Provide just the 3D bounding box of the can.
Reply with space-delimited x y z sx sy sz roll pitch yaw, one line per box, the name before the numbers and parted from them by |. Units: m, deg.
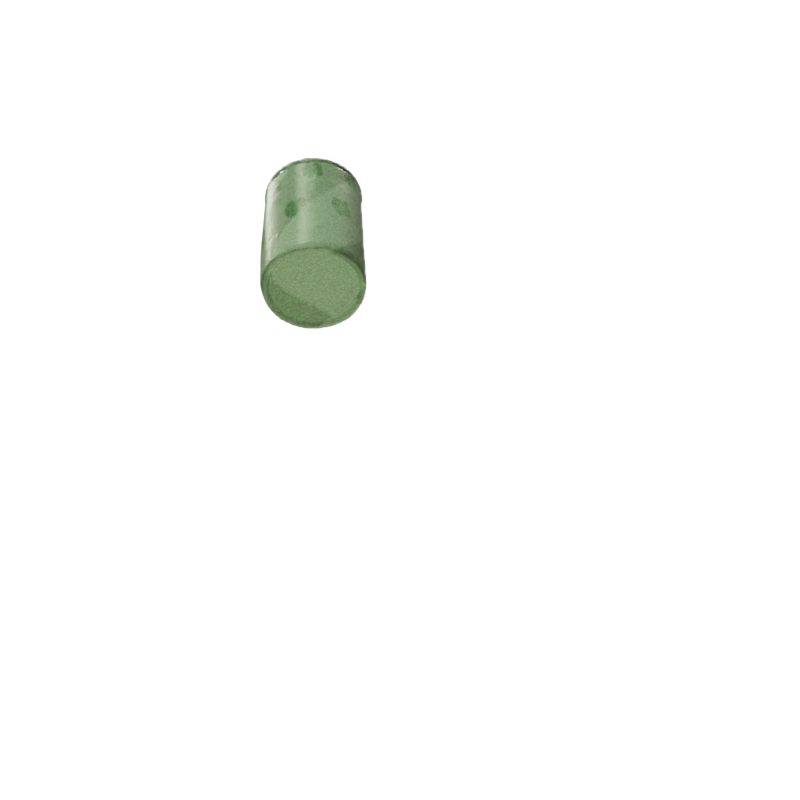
can | -0.057 -0.105 0.733 0.068 0.064 0.110 -1 41 -3
